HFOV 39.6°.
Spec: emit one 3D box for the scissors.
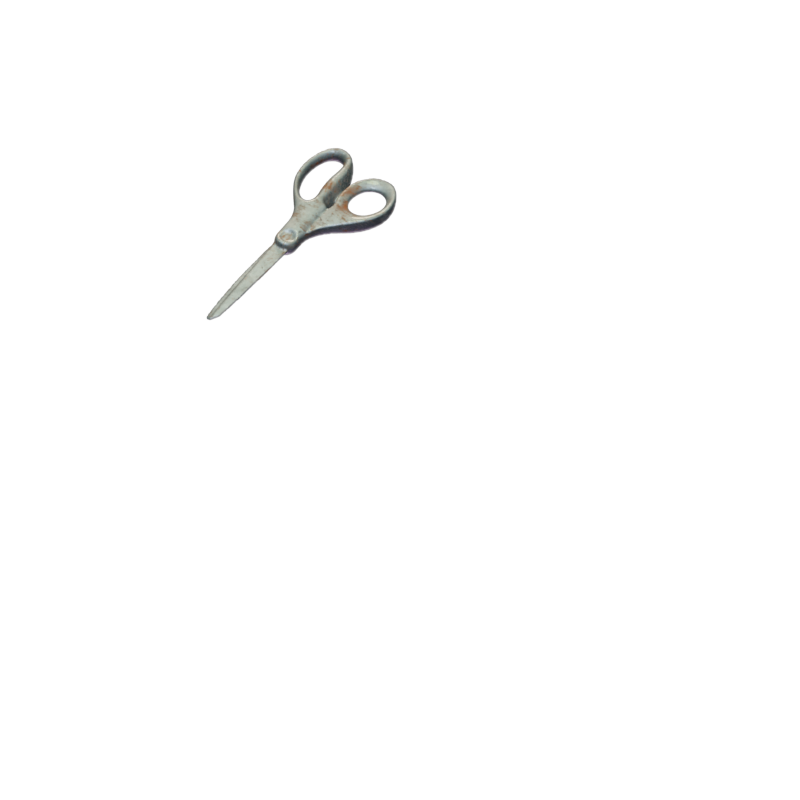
[{"bbox_3d":[-0.069,-0.126,0.884,0.098,0.211,0.015,15,-36,11],"label":"scissors"}]
